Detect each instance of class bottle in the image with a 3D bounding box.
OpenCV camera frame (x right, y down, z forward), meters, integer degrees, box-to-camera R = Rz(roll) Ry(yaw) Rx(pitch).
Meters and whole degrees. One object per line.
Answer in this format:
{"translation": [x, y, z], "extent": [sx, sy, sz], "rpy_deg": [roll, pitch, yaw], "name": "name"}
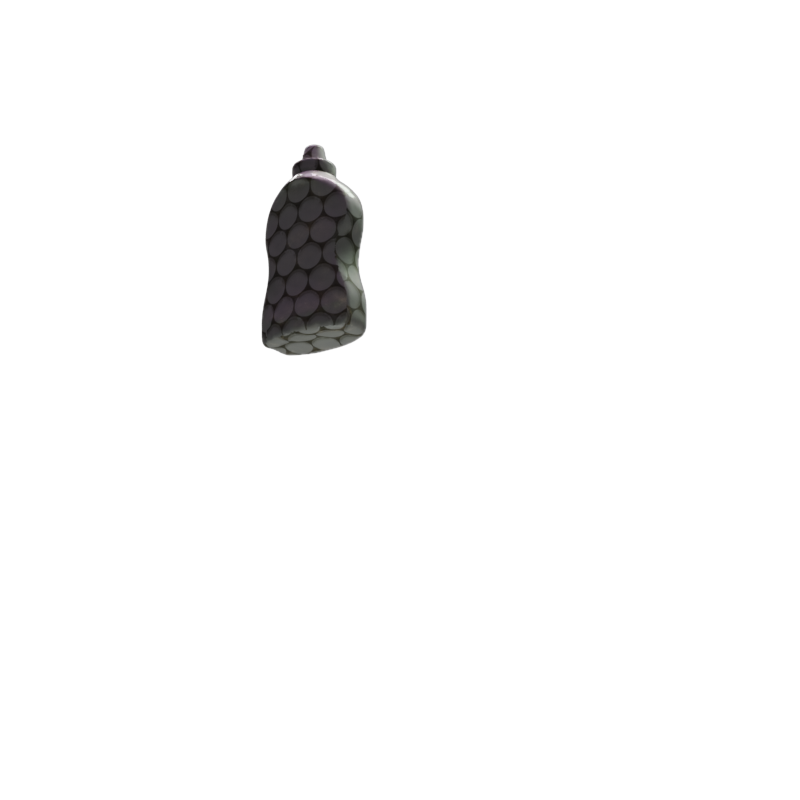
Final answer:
{"translation": [-0.077, -0.141, 0.991], "extent": [0.097, 0.202, 0.055], "rpy_deg": [-18, -28, 34], "name": "bottle"}
